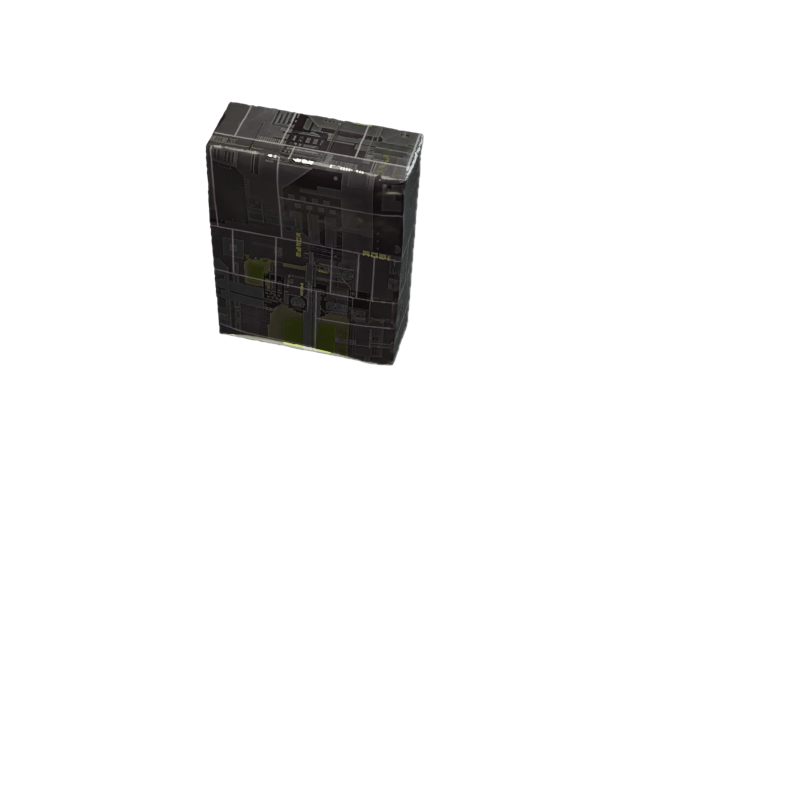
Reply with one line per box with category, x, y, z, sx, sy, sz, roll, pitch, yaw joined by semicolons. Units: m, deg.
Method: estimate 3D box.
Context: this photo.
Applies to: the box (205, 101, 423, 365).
box;-0.073;-0.133;0.931;0.167;0.199;0.076;13;47;9
